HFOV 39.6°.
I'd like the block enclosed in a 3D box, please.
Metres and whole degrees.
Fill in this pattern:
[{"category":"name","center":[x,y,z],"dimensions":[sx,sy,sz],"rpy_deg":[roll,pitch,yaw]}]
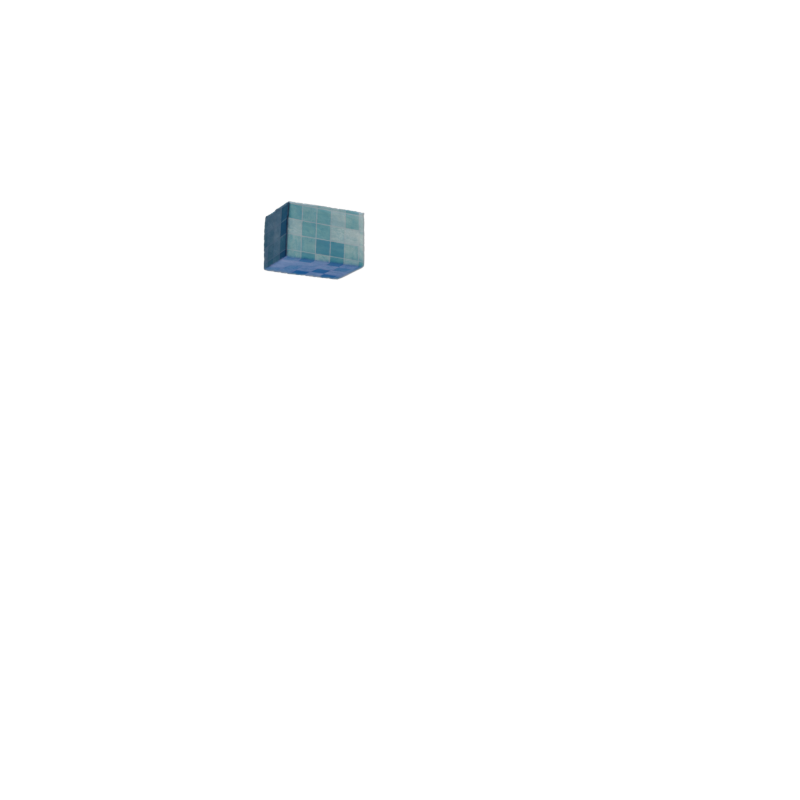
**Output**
[{"category":"block","center":[-0.077,-0.141,0.989],"dimensions":[0.075,0.053,0.053],"rpy_deg":[5,-14,-27]}]
